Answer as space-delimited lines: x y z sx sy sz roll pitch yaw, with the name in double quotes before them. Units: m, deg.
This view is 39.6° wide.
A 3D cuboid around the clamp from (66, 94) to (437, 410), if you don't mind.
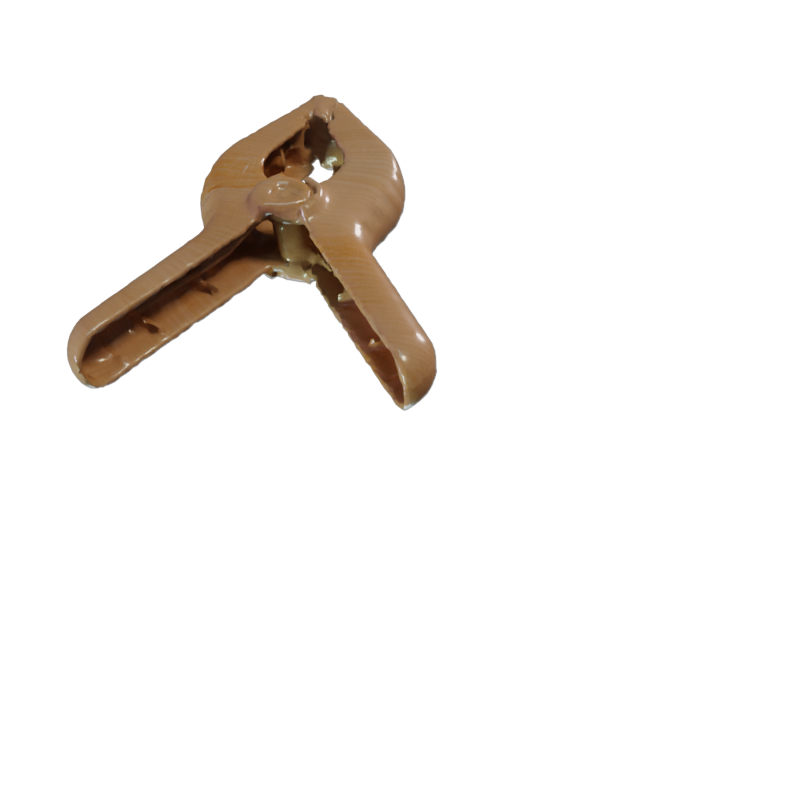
"clamp" -0.032 -0.058 0.405 0.123 0.036 0.180 12 45 12
